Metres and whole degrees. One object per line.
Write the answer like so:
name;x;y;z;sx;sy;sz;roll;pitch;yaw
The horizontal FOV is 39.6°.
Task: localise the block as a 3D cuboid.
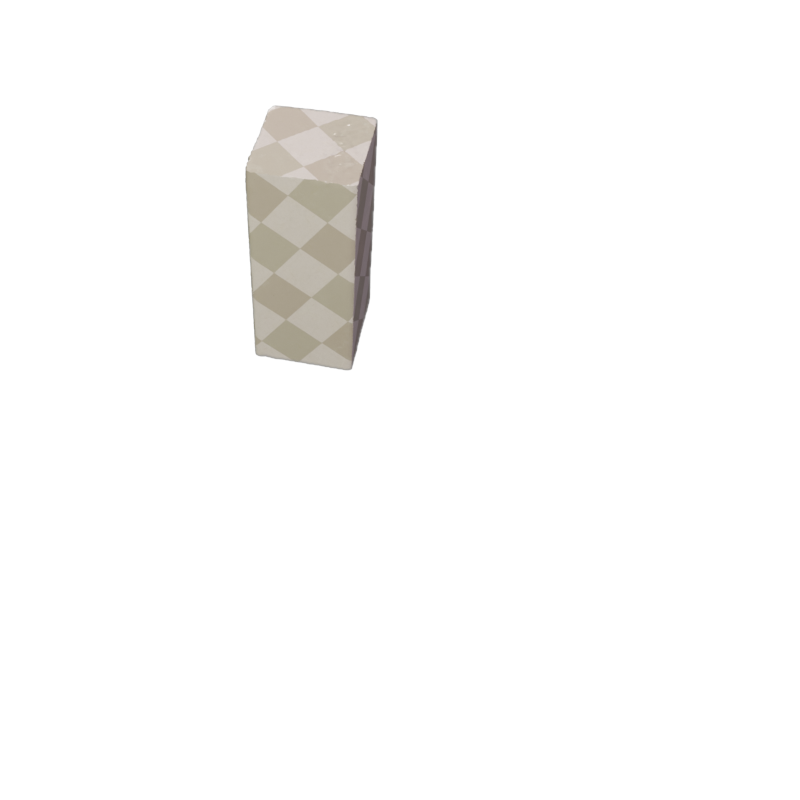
block;-0.073;-0.132;0.925;0.091;0.096;0.192;9;-43;5
